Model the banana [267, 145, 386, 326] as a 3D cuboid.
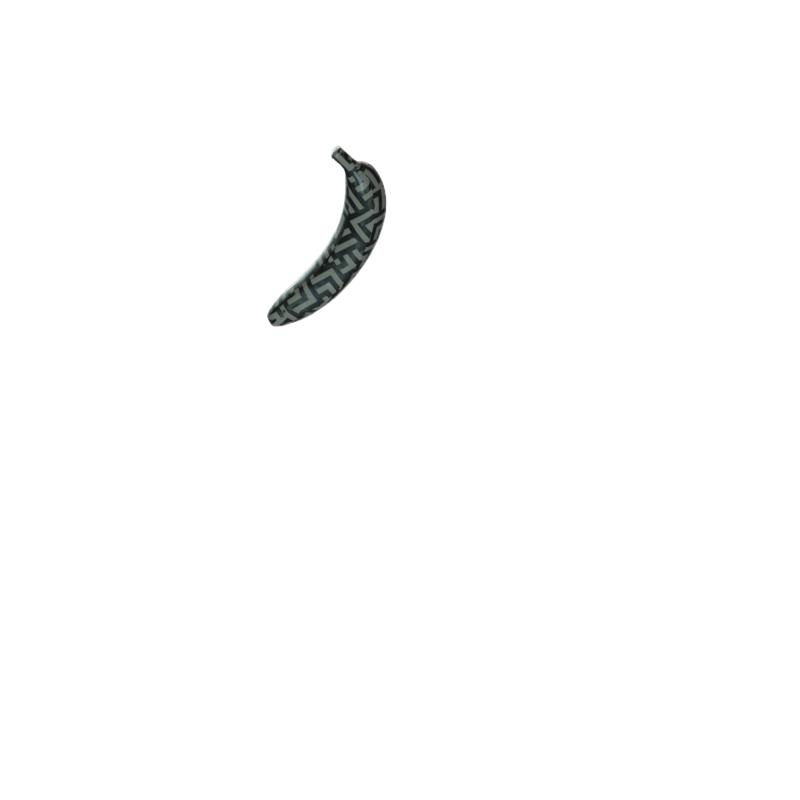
[{"bbox_3d":[-0.058,-0.138,0.975,0.068,0.189,0.039,17,35,-13],"label":"banana"}]
